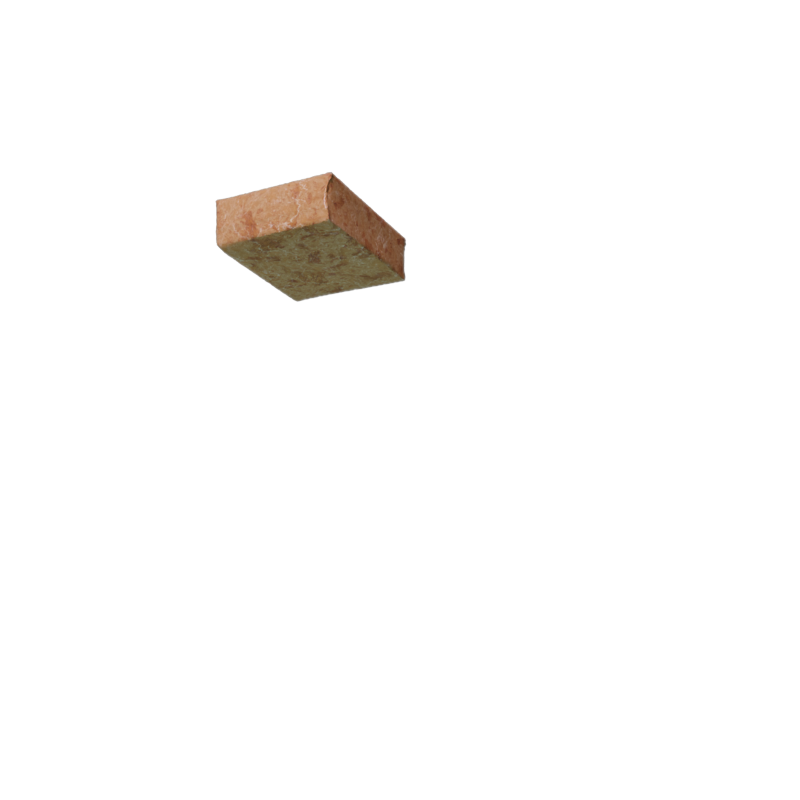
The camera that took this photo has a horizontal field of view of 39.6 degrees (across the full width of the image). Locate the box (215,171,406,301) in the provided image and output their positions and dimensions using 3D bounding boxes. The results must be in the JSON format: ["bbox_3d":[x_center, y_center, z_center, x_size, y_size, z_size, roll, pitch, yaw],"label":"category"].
[{"bbox_3d":[-0.059,-0.108,0.754,0.091,0.041,0.106,-9,-20,26],"label":"box"}]
